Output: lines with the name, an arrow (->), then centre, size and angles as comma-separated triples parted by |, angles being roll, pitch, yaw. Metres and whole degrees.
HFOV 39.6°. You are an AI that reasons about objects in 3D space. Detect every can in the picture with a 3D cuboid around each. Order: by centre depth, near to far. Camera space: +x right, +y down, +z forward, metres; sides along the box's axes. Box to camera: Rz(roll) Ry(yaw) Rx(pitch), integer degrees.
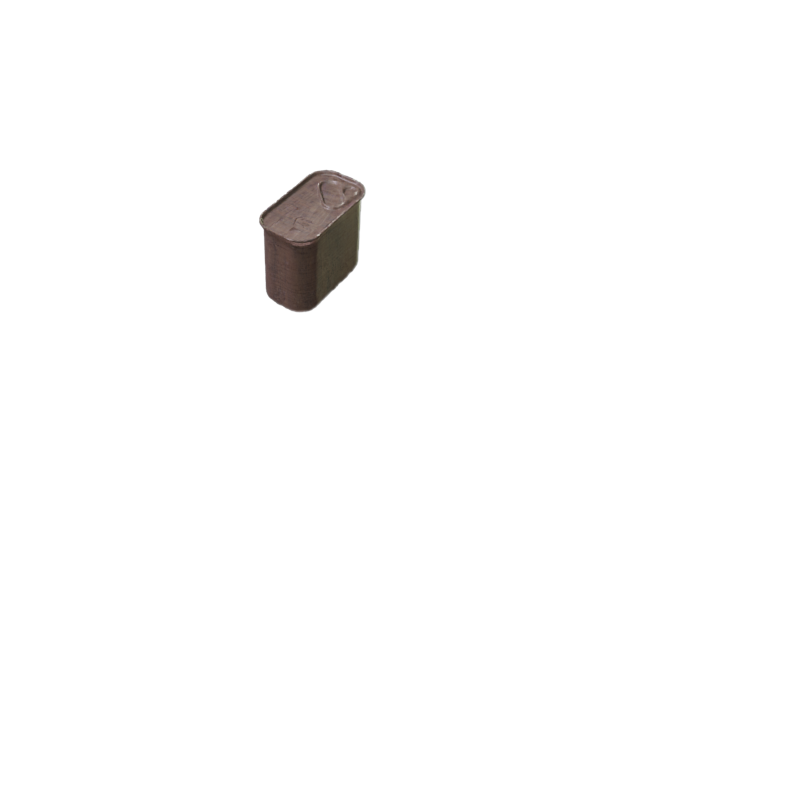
can -> -0.076, -0.138, 0.968 | 0.060, 0.078, 0.104 | 24, 48, 22
